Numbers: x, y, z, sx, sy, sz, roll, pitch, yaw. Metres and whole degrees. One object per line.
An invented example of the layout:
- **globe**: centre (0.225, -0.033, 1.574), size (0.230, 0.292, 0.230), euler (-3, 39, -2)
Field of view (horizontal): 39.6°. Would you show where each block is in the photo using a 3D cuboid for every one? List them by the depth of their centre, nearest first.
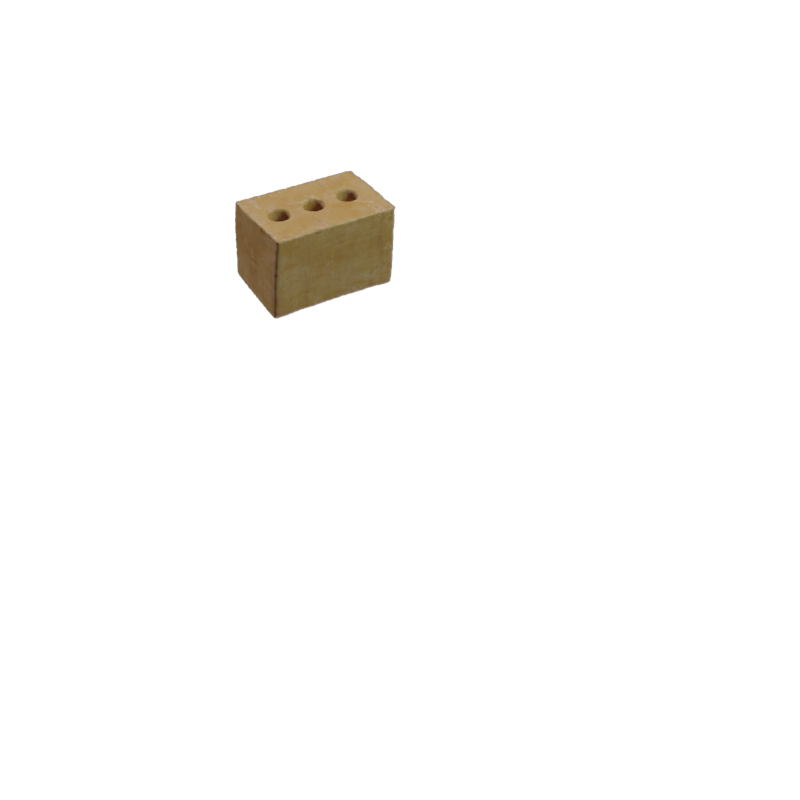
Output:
- **block**: centre (-0.050, -0.091, 0.635), size (0.077, 0.048, 0.057), euler (-20, 42, -25)
